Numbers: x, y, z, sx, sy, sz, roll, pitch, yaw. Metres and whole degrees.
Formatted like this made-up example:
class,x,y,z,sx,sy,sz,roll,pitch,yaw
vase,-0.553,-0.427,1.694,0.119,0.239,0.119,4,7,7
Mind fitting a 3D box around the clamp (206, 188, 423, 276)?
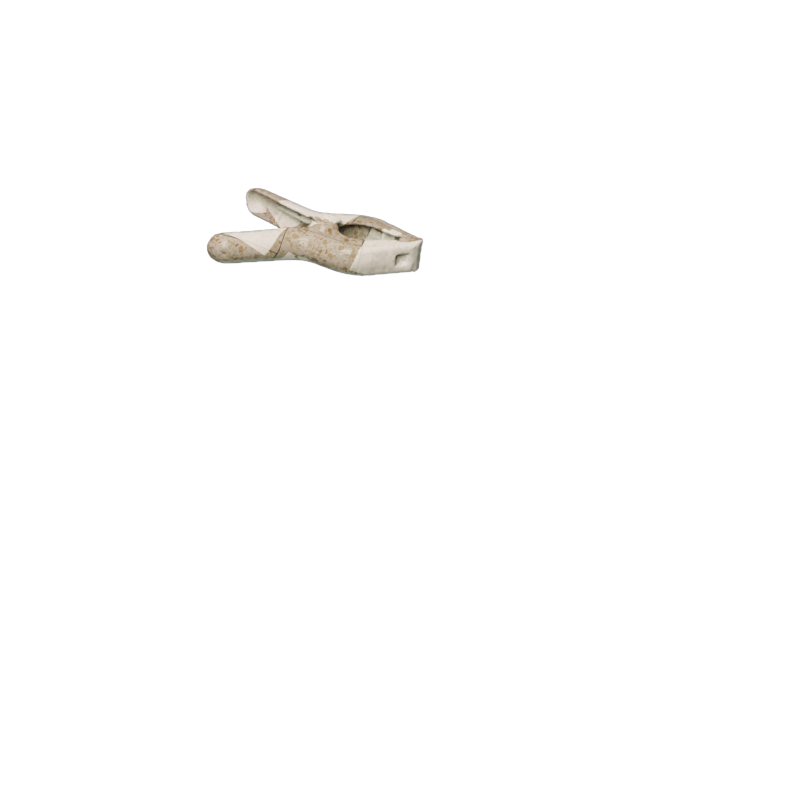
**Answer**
class,x,y,z,sx,sy,sz,roll,pitch,yaw
clamp,-0.071,-0.130,0.912,0.177,0.037,0.124,13,38,17
